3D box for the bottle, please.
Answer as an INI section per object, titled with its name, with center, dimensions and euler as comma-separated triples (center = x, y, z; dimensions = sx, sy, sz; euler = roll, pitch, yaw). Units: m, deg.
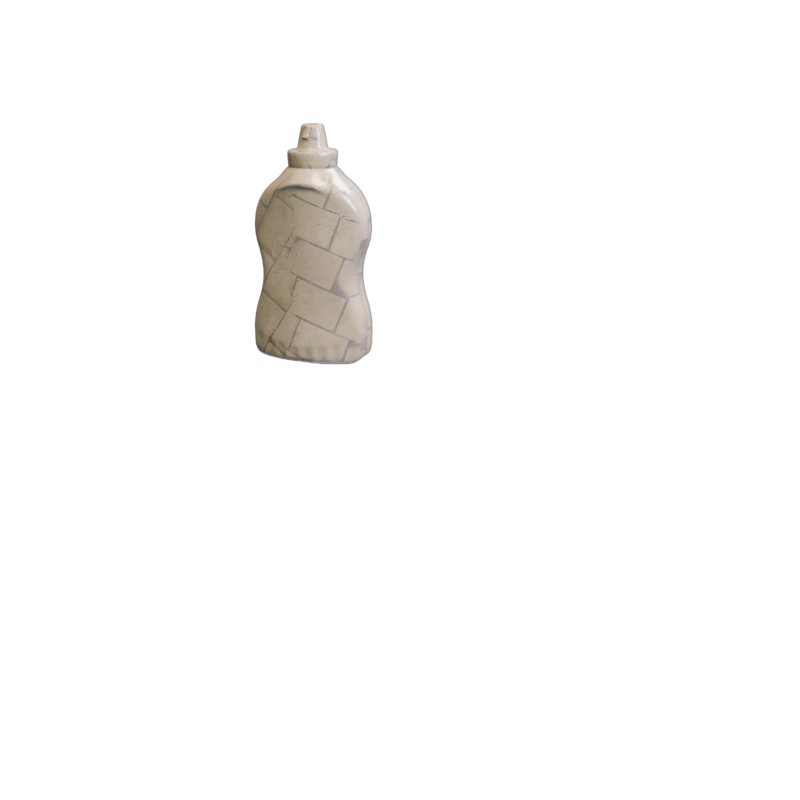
[bottle]
center = -0.071, -0.129, 0.902
dimensions = 0.099, 0.187, 0.058
euler = 6, 13, 23
